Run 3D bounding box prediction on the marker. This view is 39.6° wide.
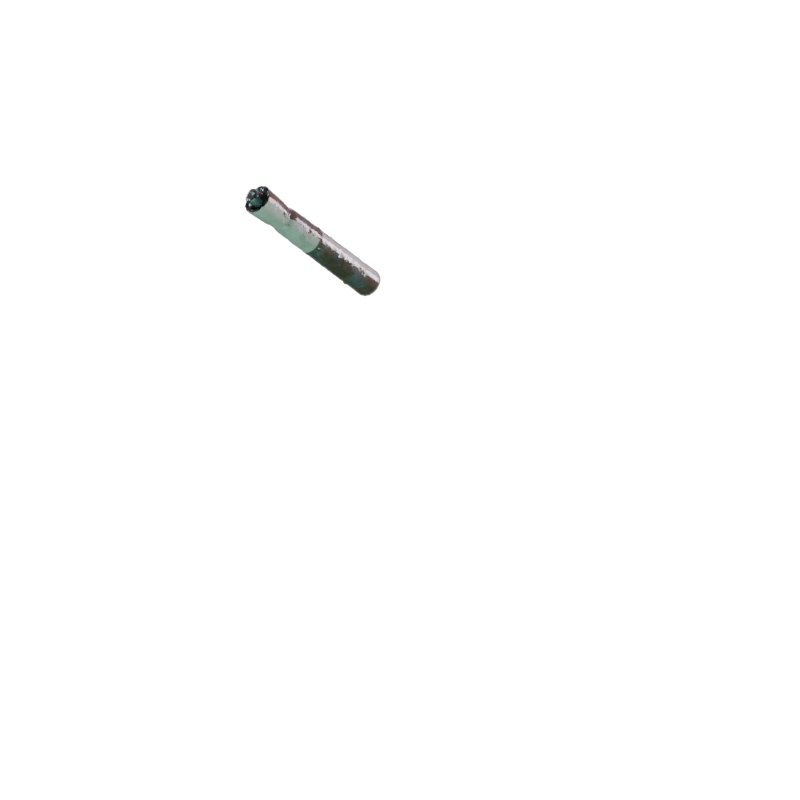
[{"bbox_3d":[-0.055,-0.100,0.698,0.021,0.020,0.112,3,-21,43],"label":"marker"}]
